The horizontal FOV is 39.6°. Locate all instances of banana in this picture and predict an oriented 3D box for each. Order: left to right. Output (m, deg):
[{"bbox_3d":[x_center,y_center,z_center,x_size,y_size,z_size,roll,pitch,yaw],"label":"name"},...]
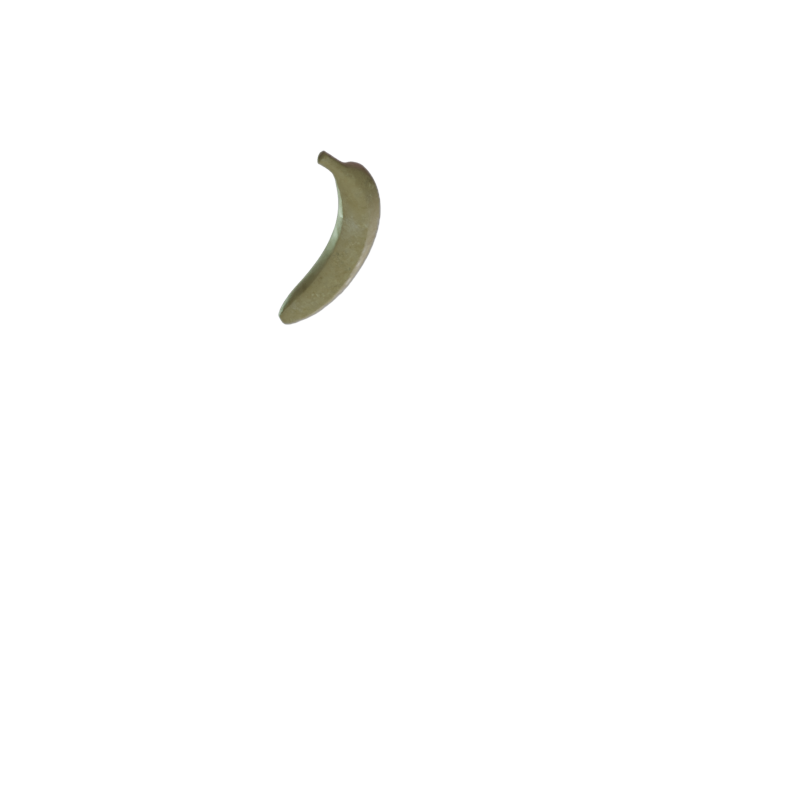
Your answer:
[{"bbox_3d":[-0.058,-0.141,0.985,0.068,0.187,0.039,10,41,-10],"label":"banana"}]
